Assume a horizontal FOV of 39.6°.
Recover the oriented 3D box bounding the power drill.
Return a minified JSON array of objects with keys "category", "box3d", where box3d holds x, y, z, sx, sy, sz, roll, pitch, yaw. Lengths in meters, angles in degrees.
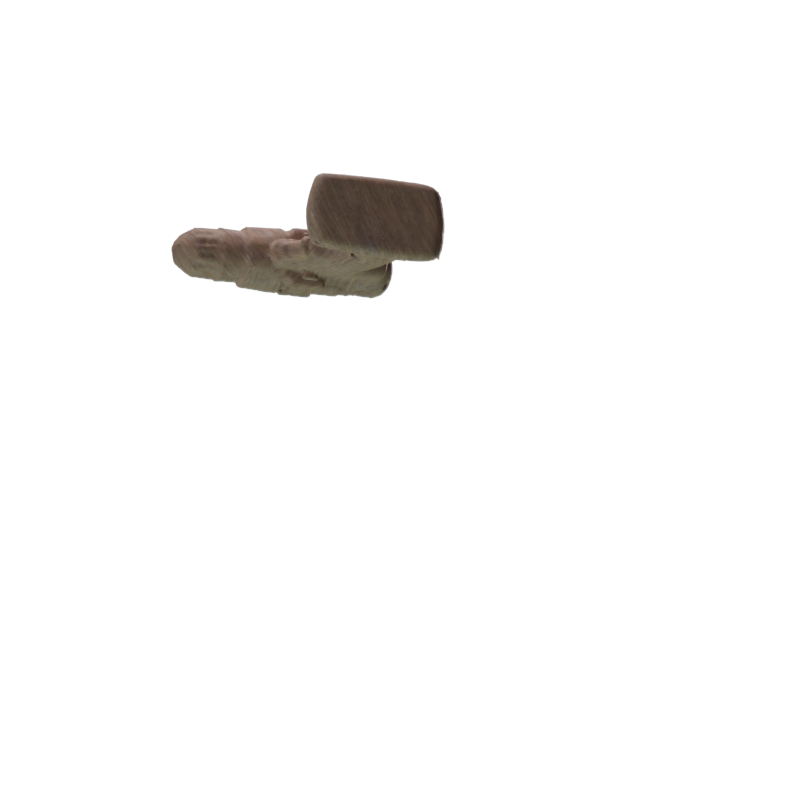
[{"category":"power drill","box3d":[-0.066,-0.120,0.841,0.179,0.059,0.189,2,-6,-23]}]
